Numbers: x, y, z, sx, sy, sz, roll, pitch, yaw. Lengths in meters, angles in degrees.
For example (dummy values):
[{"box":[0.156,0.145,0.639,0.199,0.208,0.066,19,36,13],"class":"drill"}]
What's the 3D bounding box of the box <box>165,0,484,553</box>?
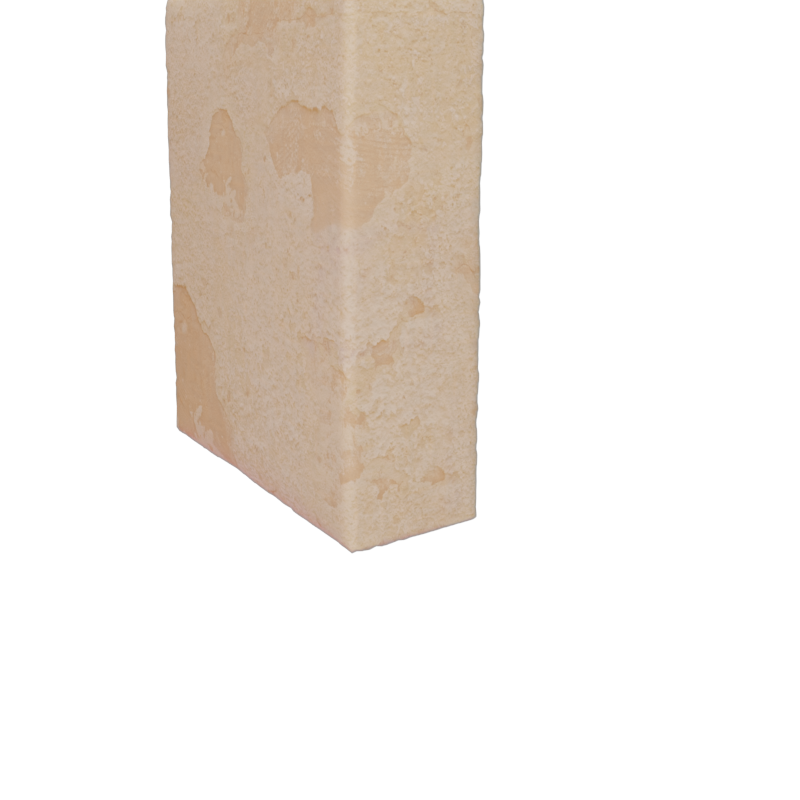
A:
[{"box":[-0.038,-0.069,0.484,0.070,0.208,0.173,-6,15,-33],"class":"box"}]
